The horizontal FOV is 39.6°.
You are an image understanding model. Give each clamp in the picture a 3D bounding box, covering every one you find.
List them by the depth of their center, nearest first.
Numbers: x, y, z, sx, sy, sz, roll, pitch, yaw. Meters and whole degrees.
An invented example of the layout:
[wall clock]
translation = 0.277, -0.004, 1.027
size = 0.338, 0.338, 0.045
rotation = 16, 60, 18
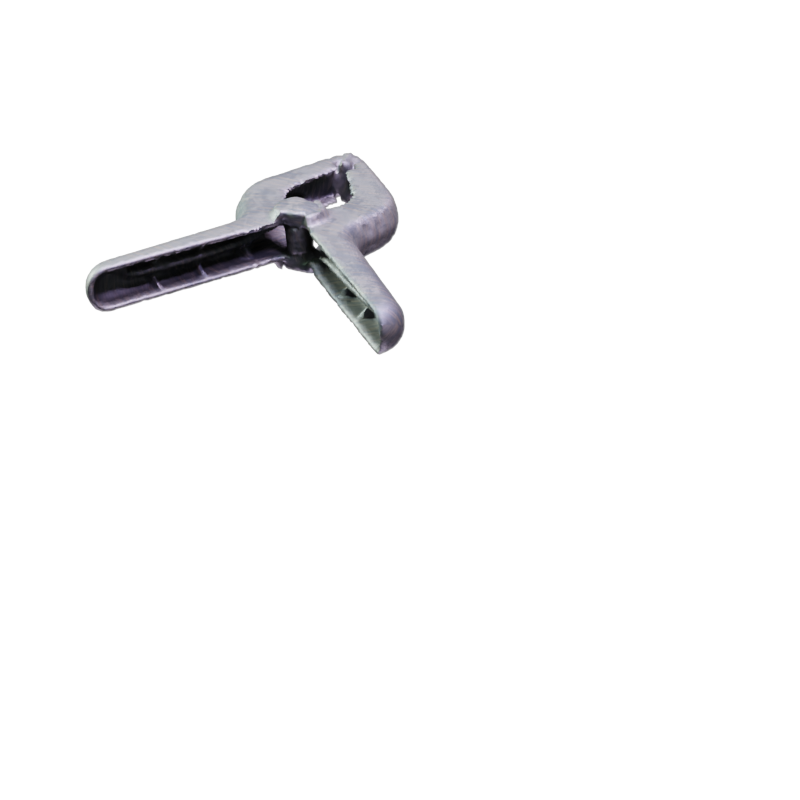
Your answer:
[clamp]
translation = -0.048, -0.087, 0.611
size = 0.171, 0.034, 0.215
rotation = 12, 33, 20
